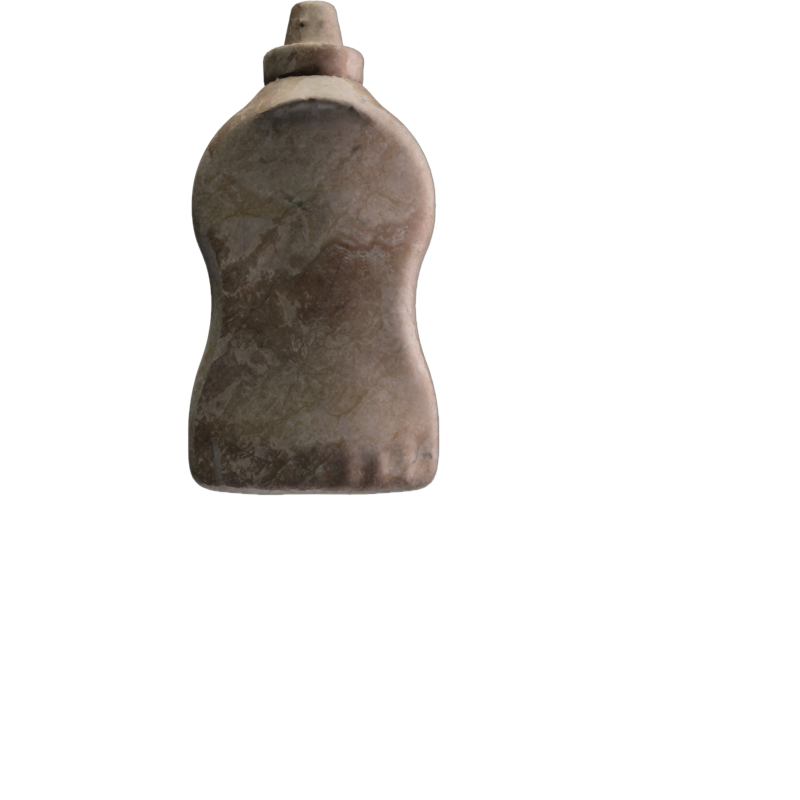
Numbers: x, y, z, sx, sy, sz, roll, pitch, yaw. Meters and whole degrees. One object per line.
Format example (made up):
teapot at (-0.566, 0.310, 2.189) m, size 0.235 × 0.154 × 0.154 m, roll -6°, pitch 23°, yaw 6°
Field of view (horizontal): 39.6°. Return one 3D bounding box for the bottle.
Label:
bottle at (-0.034, -0.063, 0.439) m, size 0.096 × 0.194 × 0.058 m, roll 0°, pitch -5°, yaw -1°
